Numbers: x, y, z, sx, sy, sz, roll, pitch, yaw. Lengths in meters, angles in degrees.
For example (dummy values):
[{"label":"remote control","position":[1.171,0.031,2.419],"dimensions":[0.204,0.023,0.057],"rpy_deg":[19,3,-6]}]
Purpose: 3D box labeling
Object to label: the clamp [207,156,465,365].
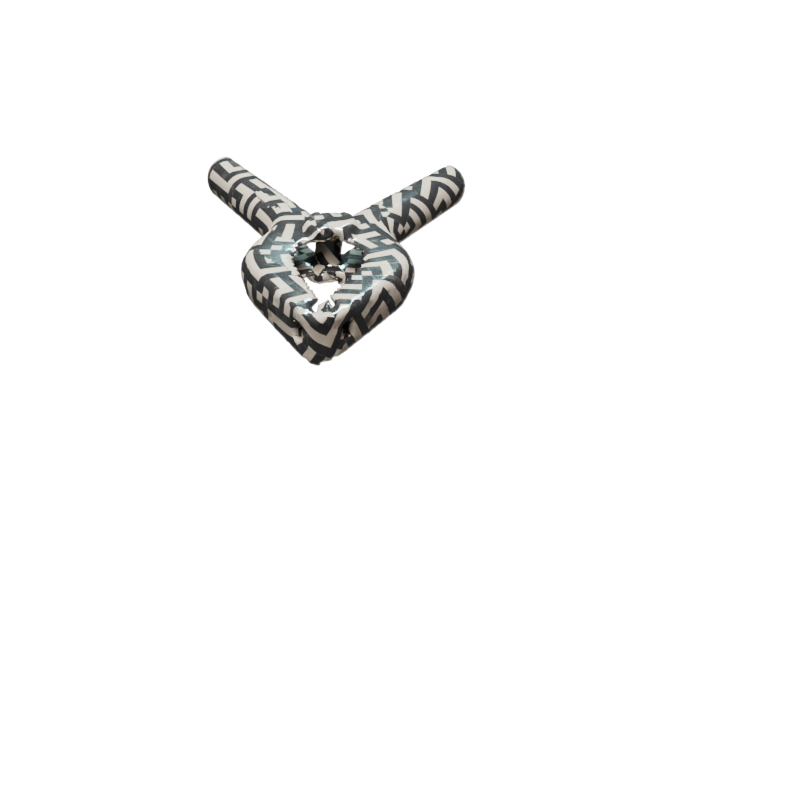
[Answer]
[{"label":"clamp","position":[-0.050,-0.092,0.642],"dimensions":[0.166,0.034,0.221],"rpy_deg":[4,34,6]}]
